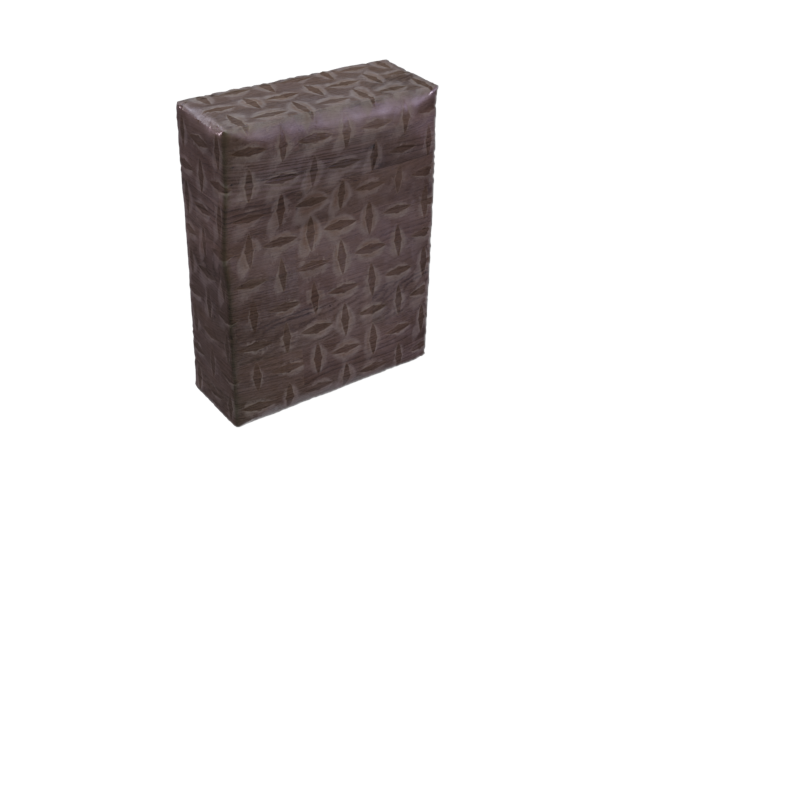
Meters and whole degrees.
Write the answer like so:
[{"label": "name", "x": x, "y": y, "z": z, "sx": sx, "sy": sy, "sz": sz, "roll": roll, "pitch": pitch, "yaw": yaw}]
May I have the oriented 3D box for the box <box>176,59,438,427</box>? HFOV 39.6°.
[{"label": "box", "x": -0.059, "y": -0.107, "z": 0.750, "sx": 0.162, "sy": 0.201, "sz": 0.077, "roll": -19, "pitch": 35, "yaw": -30}]
